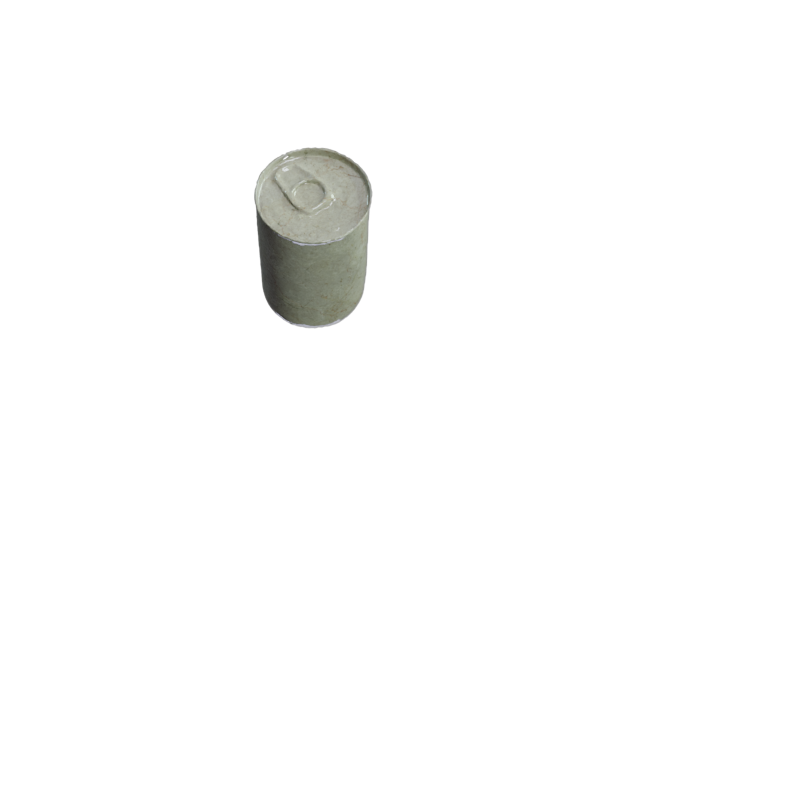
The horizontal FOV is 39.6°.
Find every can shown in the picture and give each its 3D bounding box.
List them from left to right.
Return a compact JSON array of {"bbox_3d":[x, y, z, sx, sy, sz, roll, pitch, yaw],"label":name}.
[{"bbox_3d":[-0.053,-0.097,0.678,0.068,0.073,0.096,0,-29,-3],"label":"can"}]
